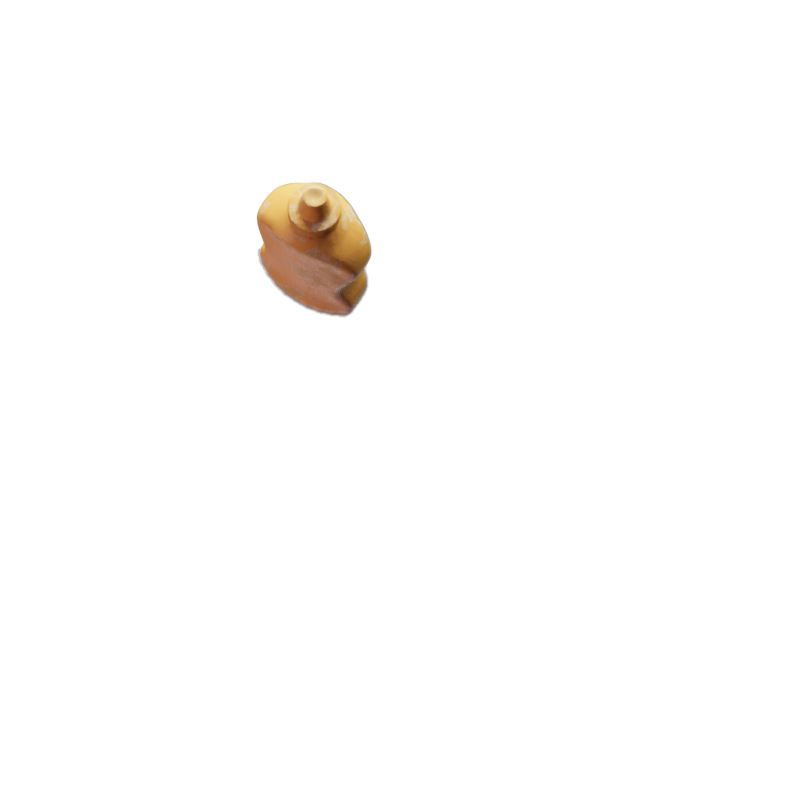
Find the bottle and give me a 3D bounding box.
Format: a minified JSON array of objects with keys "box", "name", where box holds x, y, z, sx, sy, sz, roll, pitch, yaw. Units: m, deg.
[{"box":[-0.070,-0.128,0.897,0.098,0.059,0.185,35,-13,5],"name":"bottle"}]
